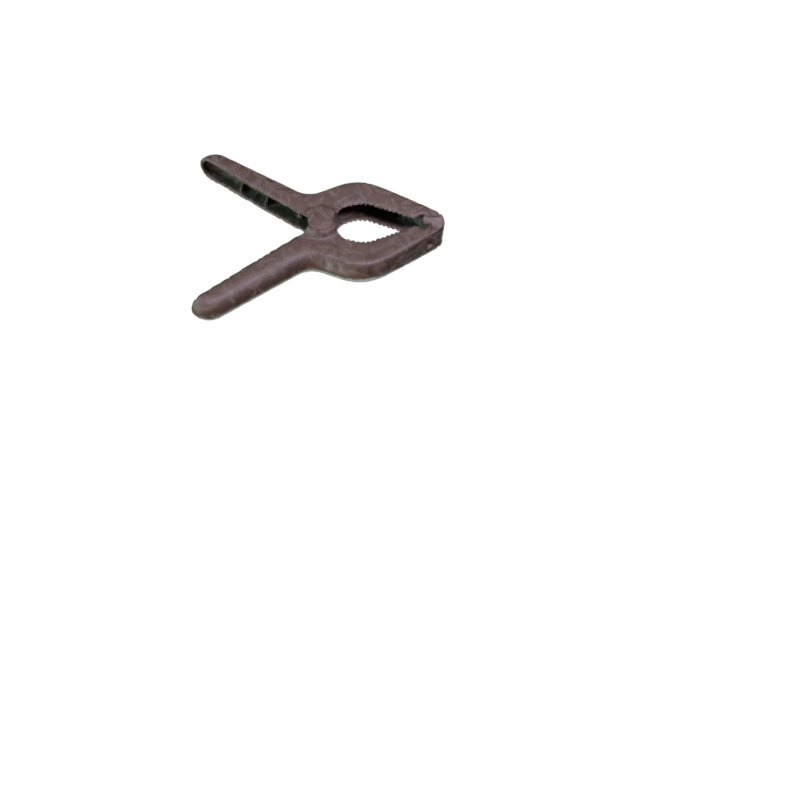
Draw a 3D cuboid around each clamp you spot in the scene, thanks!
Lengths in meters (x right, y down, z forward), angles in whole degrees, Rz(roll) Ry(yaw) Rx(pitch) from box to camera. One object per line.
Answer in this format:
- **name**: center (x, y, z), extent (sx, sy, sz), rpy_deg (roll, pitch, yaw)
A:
- **clamp**: center (-0.071, -0.129, 0.901), extent (0.211, 0.175, 0.034), rpy_deg (4, -34, 3)
